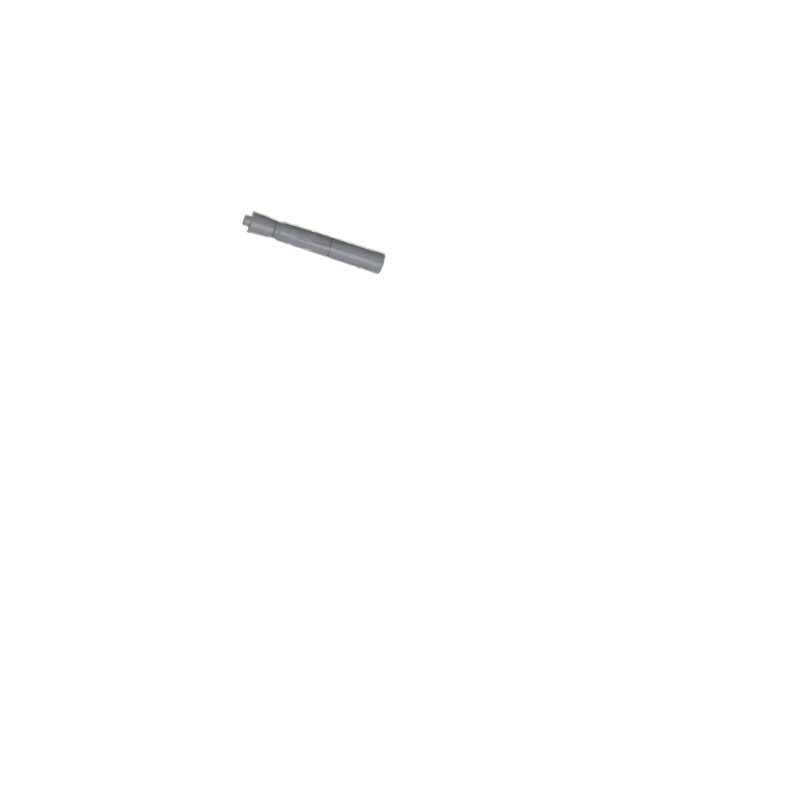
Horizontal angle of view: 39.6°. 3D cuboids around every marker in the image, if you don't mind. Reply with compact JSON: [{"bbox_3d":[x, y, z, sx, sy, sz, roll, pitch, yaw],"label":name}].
[{"bbox_3d":[-0.072,-0.131,0.917,0.119,0.020,0.020,17,1,-8],"label":"marker"}]
